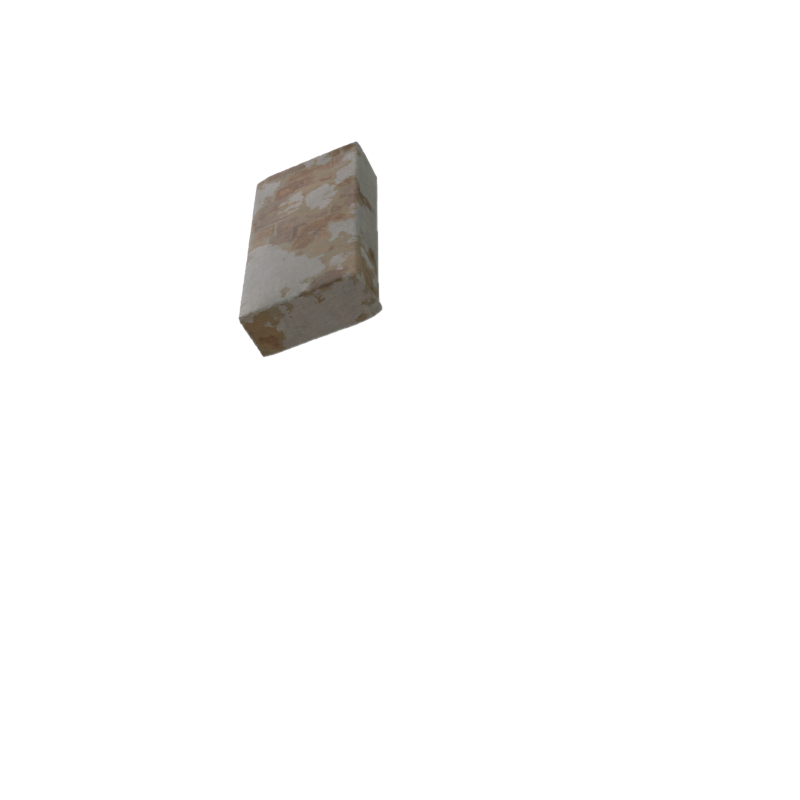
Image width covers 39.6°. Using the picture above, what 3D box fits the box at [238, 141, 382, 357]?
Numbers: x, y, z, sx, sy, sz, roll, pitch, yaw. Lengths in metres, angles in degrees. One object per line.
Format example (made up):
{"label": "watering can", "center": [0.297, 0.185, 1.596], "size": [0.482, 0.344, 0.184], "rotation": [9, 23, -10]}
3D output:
{"label": "box", "center": [-0.064, -0.116, 0.815], "size": [0.094, 0.044, 0.189], "rotation": [-20, 40, 14]}
